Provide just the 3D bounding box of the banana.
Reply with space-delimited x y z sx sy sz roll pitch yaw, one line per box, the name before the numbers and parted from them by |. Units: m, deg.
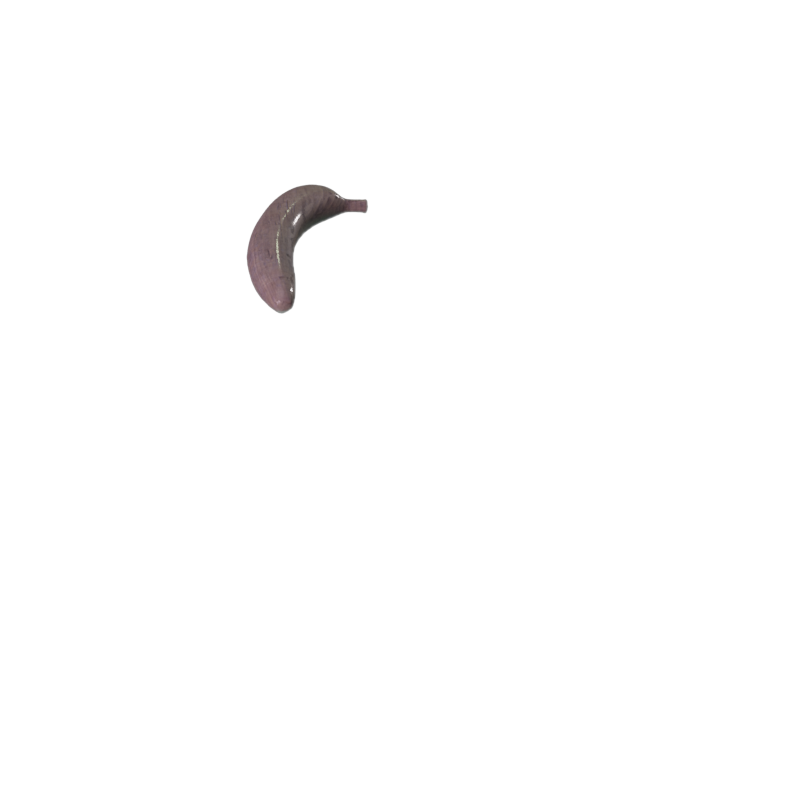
banana | -0.087 -0.135 0.909 0.071 0.034 0.205 10 36 14
